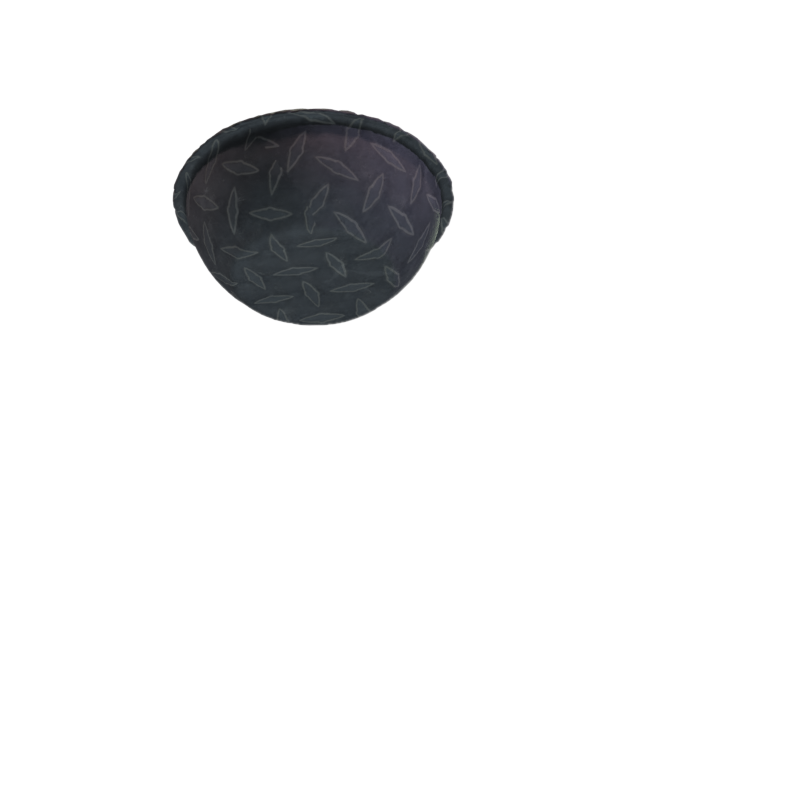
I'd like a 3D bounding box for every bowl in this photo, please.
[{"bbox_3d":[-0.049,-0.089,0.625,0.162,0.059,0.152,1,-33,-2],"label":"bowl"}]
